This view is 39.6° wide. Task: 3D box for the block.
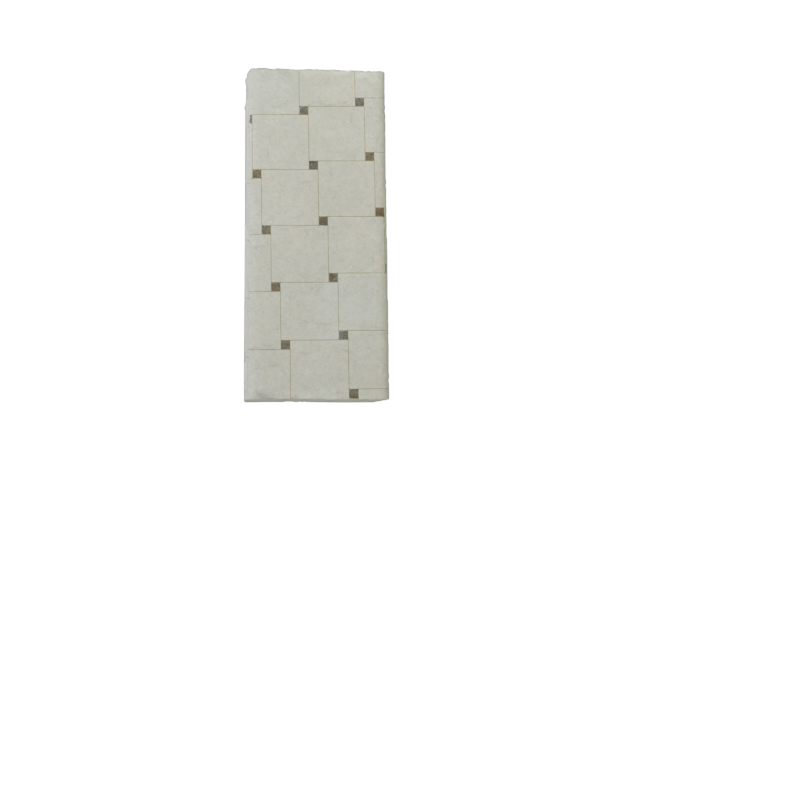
[{"bbox_3d":[-0.057,-0.103,0.724,0.089,0.211,0.089,0,-8,-6],"label":"block"}]
